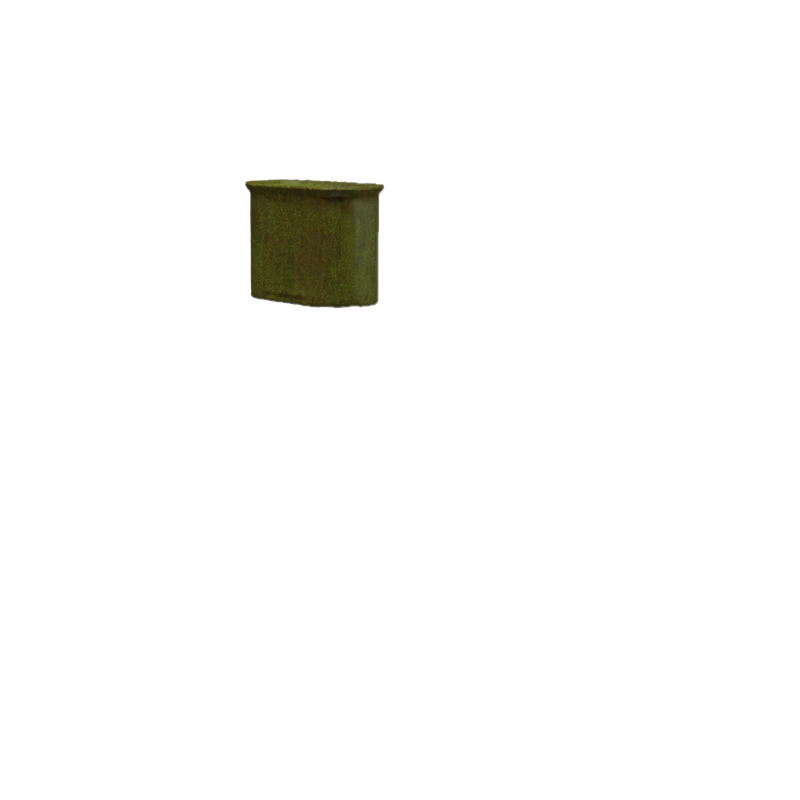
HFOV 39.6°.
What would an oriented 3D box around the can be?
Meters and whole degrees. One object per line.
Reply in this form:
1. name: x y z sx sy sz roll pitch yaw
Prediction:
1. can: -0.061 -0.112 0.784 0.107 0.082 0.056 10 13 40
